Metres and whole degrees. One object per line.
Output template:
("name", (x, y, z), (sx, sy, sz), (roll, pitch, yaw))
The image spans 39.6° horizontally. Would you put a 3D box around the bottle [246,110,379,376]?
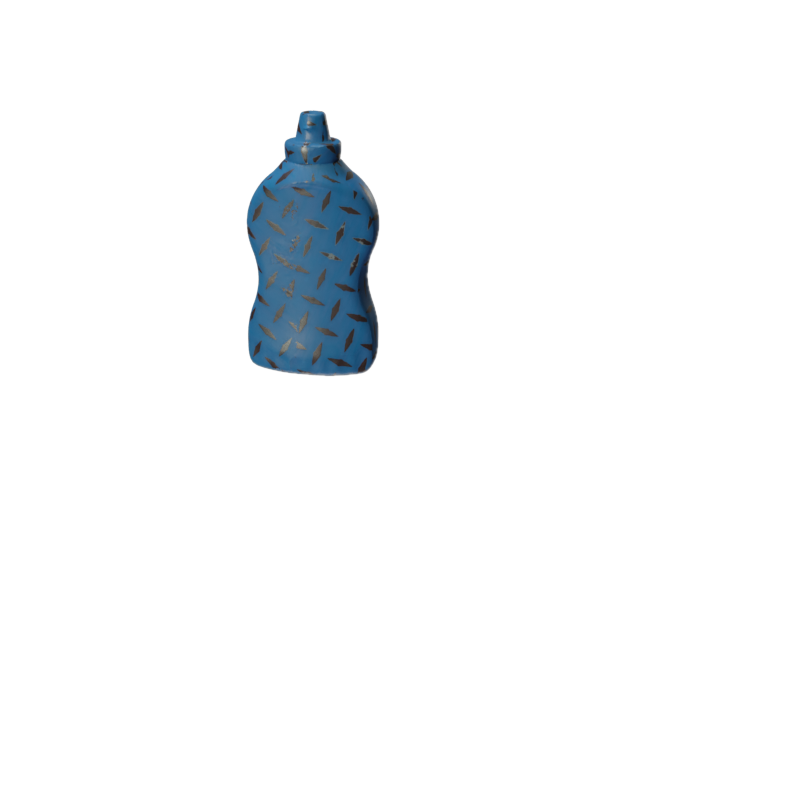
("bottle", (-0.064, -0.116, 0.814), (0.098, 0.185, 0.059), (5, 17, 12))
